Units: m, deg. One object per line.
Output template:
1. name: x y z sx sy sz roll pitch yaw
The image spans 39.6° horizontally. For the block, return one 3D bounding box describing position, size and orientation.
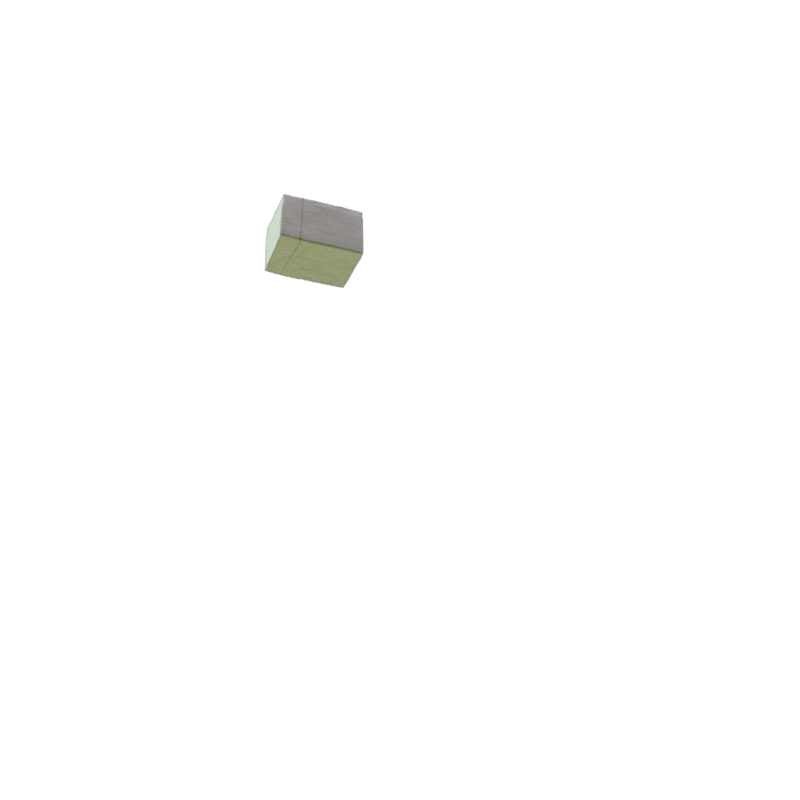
1. block: -0.077 -0.141 0.990 0.076 0.055 0.050 12 -39 -16
